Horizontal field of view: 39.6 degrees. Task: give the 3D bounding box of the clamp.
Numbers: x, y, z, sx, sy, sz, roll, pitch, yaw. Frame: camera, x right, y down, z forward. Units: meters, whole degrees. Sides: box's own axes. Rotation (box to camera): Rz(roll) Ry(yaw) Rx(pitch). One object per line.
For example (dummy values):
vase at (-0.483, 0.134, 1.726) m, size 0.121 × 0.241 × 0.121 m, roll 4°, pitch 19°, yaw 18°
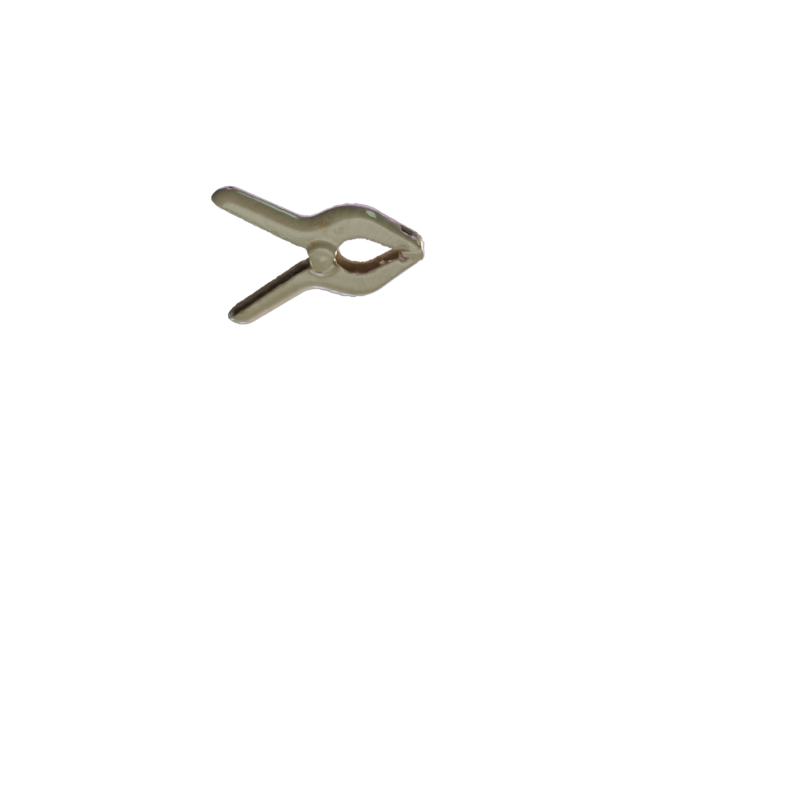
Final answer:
clamp at (-0.069, -0.126, 0.886) m, size 0.172 × 0.112 × 0.042 m, roll -11°, pitch 33°, yaw 7°
